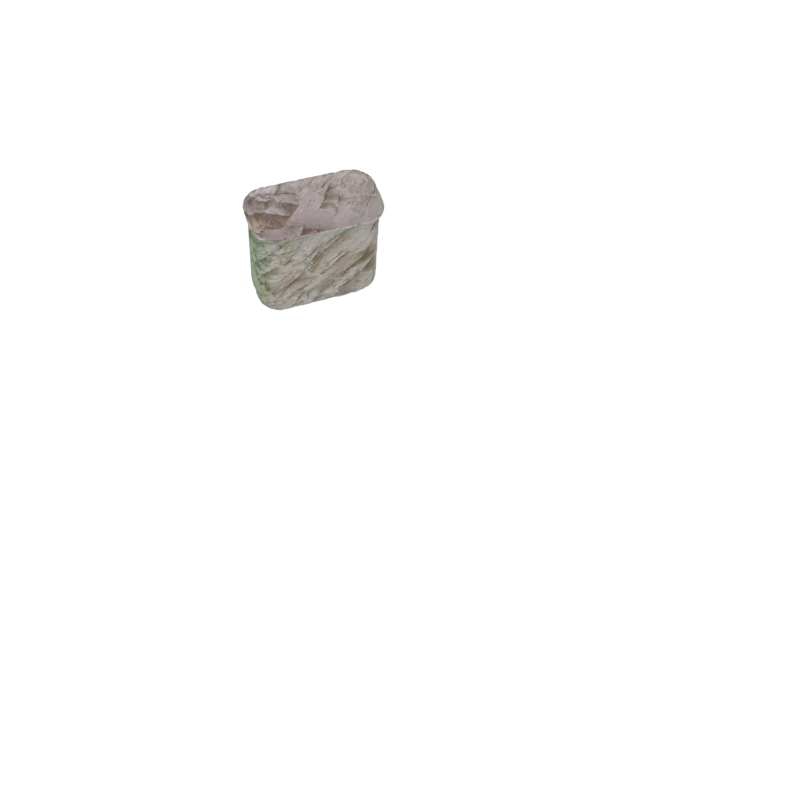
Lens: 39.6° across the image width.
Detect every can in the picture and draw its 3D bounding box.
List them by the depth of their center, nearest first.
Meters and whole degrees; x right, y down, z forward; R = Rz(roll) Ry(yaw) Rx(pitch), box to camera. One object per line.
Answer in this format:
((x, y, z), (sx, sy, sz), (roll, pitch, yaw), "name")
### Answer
((-0.066, -0.121, 0.848), (0.101, 0.062, 0.078), (-14, -36, -12), "can")
